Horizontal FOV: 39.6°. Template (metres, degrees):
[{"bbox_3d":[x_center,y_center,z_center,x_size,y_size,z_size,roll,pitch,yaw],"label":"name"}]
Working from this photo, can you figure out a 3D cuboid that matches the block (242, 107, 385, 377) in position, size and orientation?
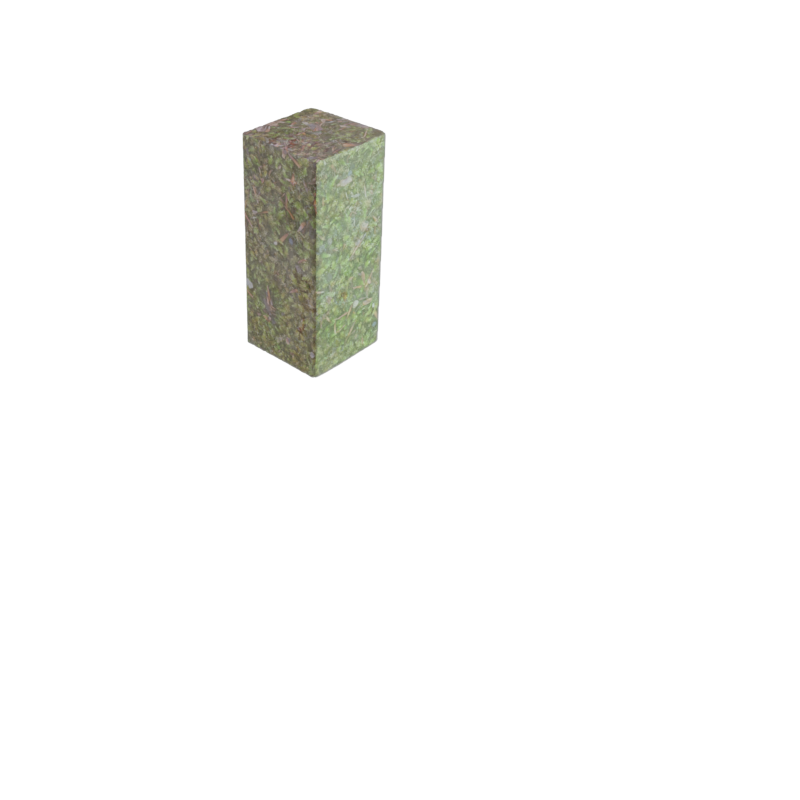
[{"bbox_3d":[-0.076,-0.140,0.977,0.096,0.194,0.090,25,37,34],"label":"block"}]
